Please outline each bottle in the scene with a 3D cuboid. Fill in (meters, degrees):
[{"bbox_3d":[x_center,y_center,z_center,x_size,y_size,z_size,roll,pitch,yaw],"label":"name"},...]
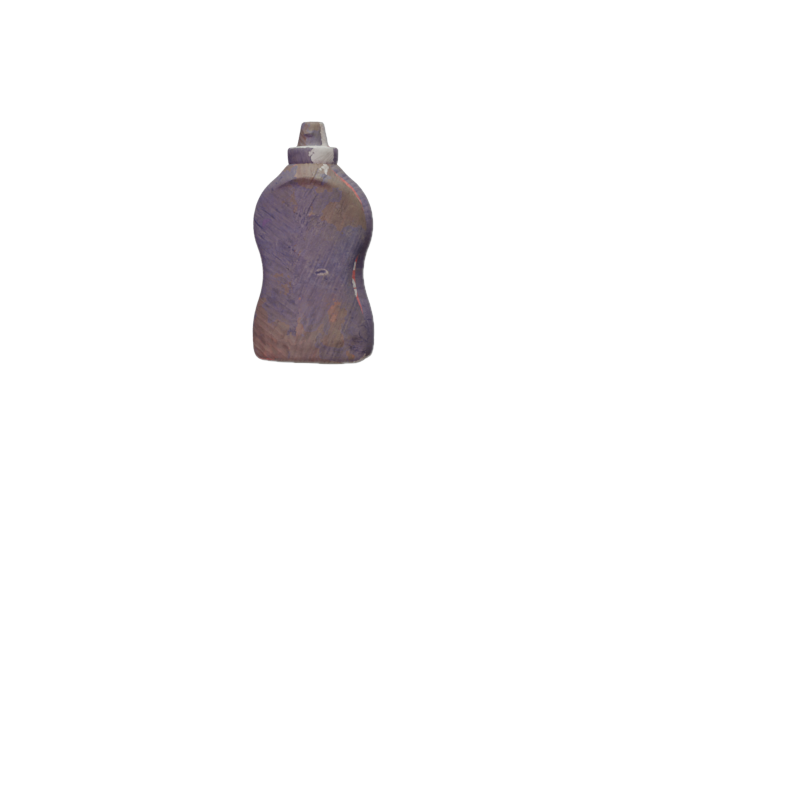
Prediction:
[{"bbox_3d":[-0.070,-0.127,0.892,0.098,0.191,0.057,1,3,16],"label":"bottle"}]
